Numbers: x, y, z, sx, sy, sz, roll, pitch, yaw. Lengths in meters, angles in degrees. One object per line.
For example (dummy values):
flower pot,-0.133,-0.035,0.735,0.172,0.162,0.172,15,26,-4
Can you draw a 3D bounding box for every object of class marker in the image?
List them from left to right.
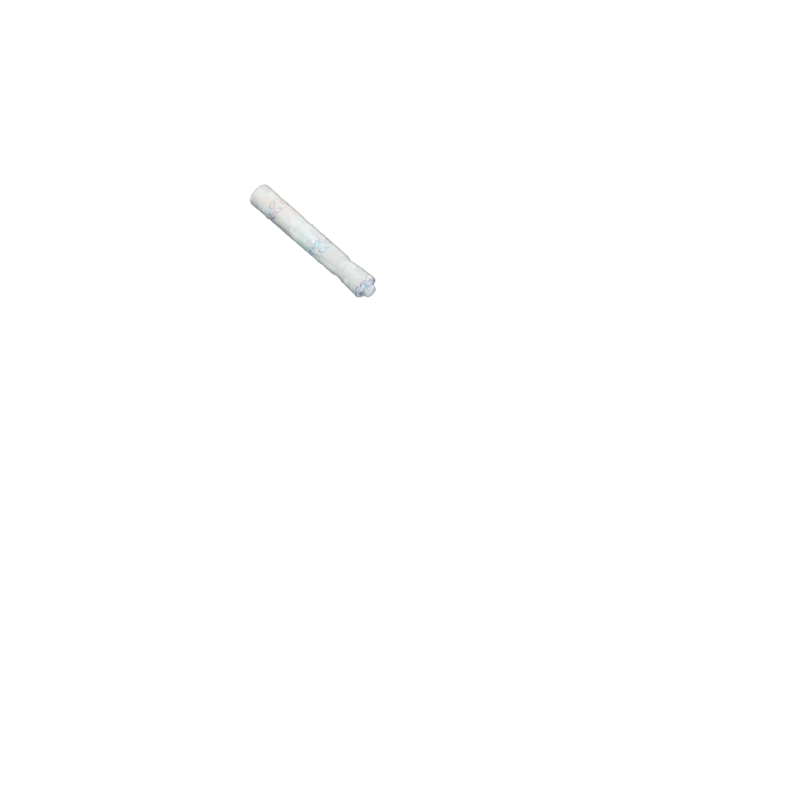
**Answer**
marker,-0.063,-0.115,0.808,0.128,0.019,0.019,43,23,24
